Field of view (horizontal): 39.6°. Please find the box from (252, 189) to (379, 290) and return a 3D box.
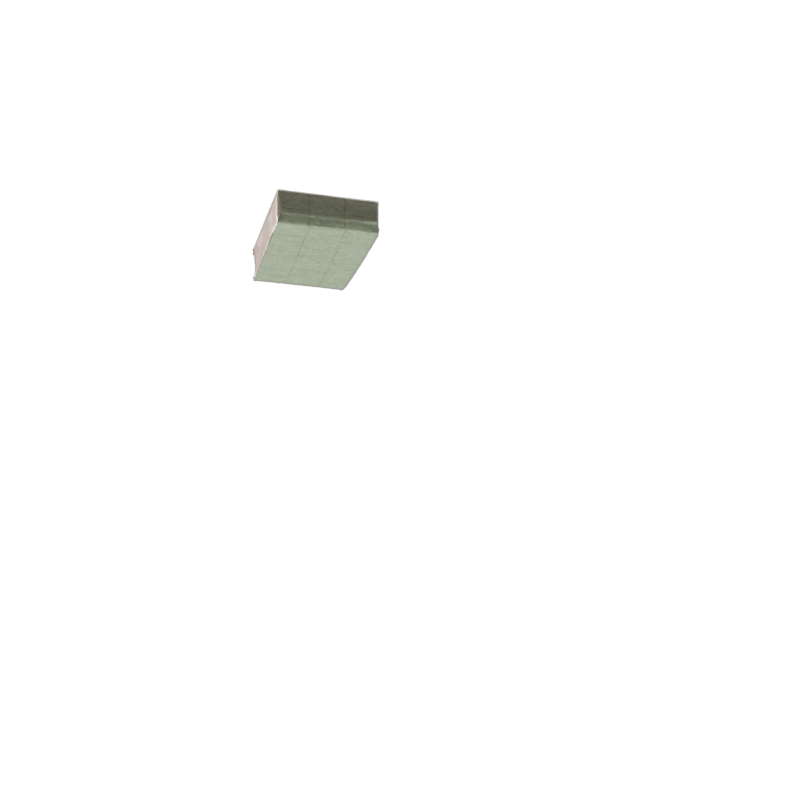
[{"bbox_3d":[-0.076,-0.139,0.975,0.088,0.041,0.109,7,-26,-15],"label":"box"}]
